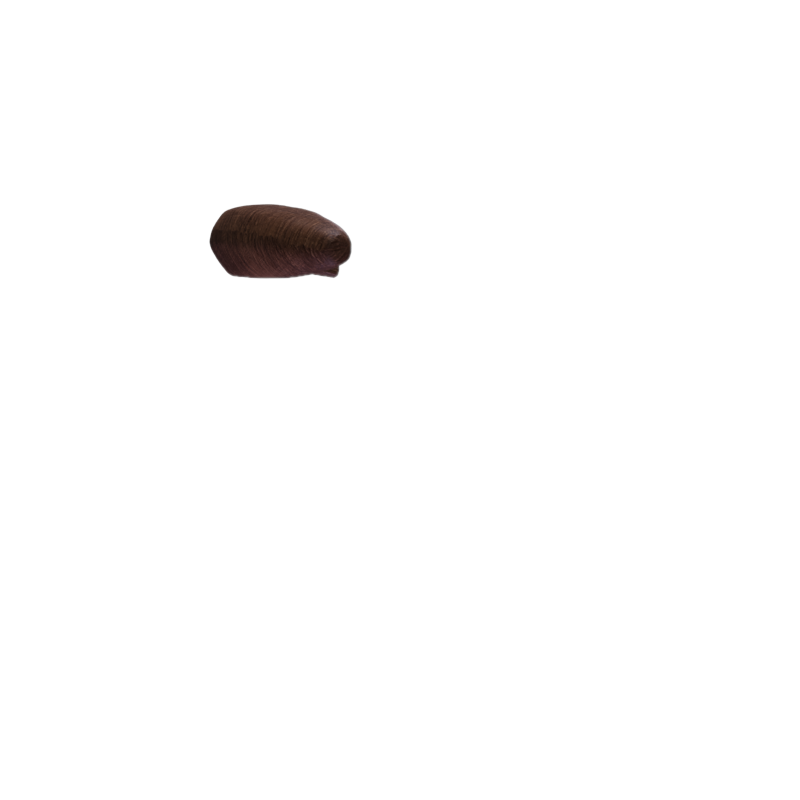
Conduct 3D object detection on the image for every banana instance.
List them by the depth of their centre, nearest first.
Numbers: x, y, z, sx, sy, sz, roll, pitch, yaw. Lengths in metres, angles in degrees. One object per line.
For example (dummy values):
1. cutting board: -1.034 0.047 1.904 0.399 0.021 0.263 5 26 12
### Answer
1. banana: -0.062 -0.080 0.559 0.069 0.036 0.199 0 6 -4
